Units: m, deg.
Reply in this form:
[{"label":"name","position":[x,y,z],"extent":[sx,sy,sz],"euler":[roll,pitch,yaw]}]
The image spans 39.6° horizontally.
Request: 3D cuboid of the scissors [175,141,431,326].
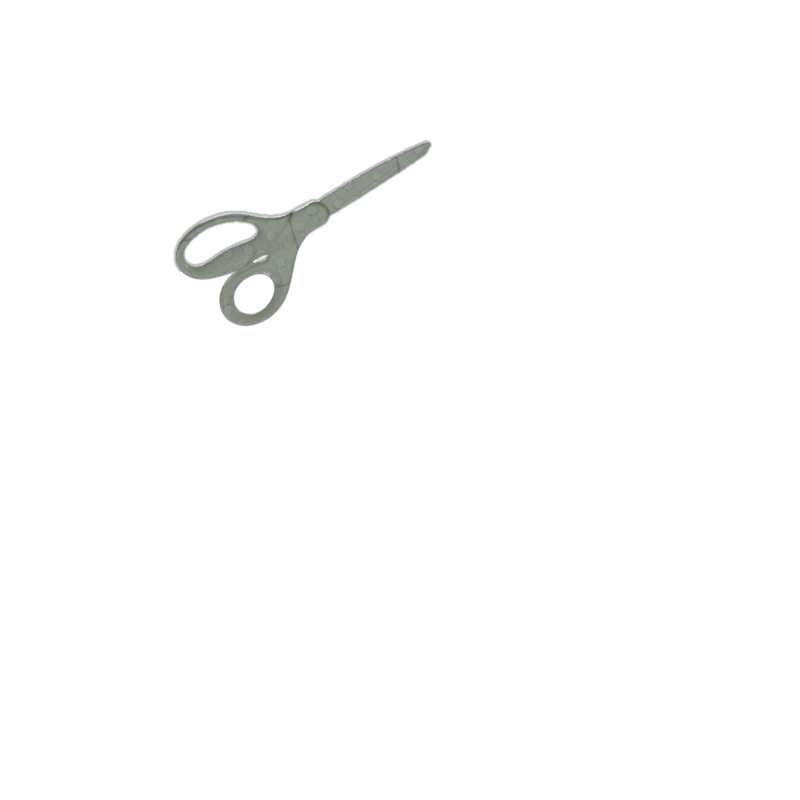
[{"label":"scissors","position":[-0.063,-0.116,0.809],"extent":[0.202,0.092,0.016],"euler":[-15,18,5]}]
